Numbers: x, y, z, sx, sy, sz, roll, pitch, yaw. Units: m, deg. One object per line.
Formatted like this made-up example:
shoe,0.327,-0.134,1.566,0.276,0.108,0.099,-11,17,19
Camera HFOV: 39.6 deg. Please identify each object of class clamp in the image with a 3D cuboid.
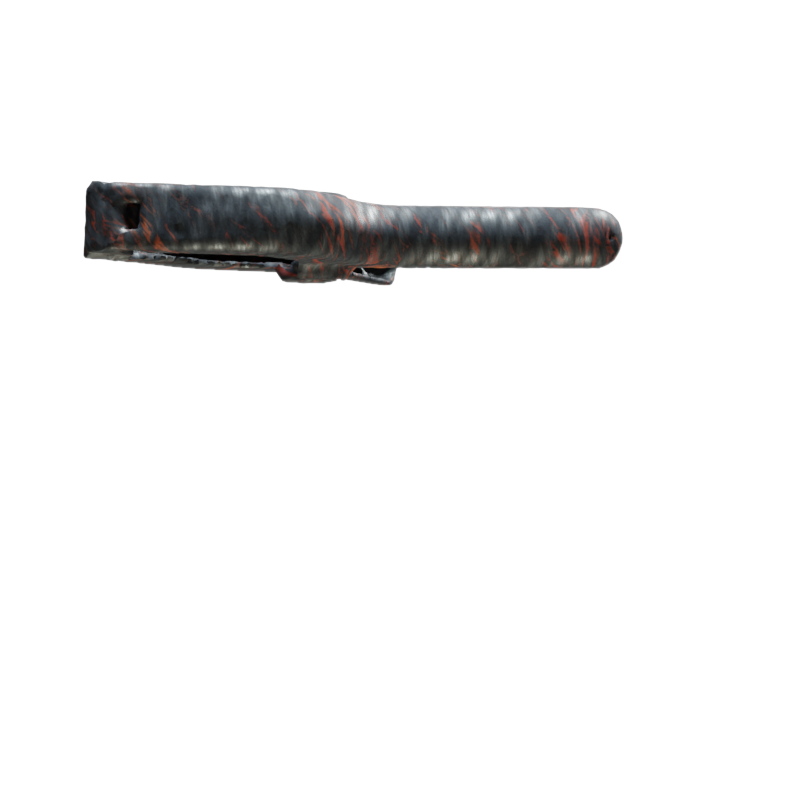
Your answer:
clamp,-0.037,-0.068,0.477,0.203,0.037,0.169,-1,1,-28
